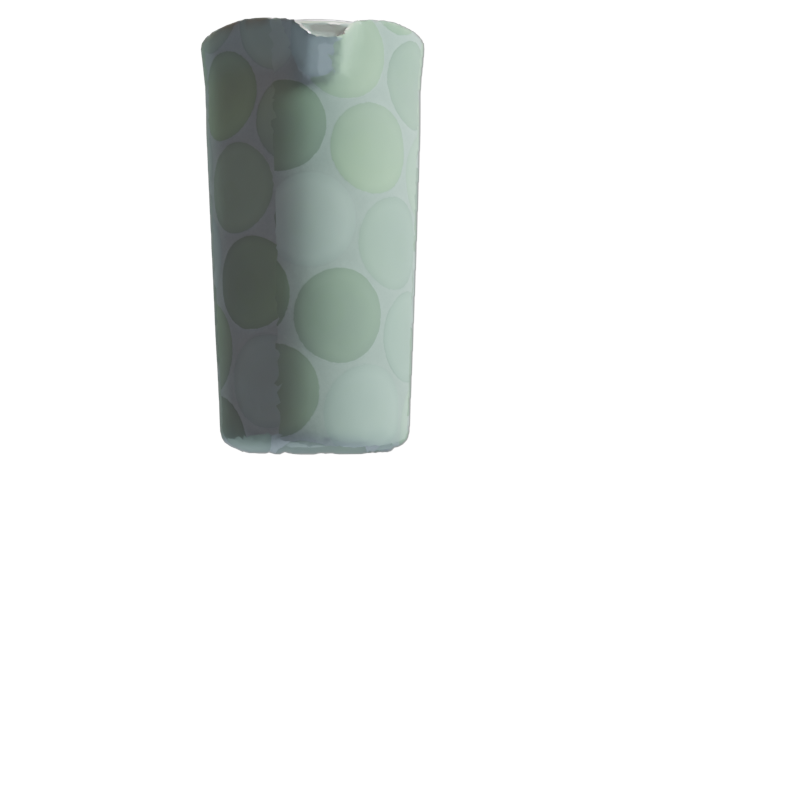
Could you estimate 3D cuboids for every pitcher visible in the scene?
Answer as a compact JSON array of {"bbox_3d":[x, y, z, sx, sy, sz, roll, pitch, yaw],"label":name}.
[{"bbox_3d":[-0.051,-0.094,0.657,0.149,0.247,0.142,-5,-7,36],"label":"pitcher"}]
